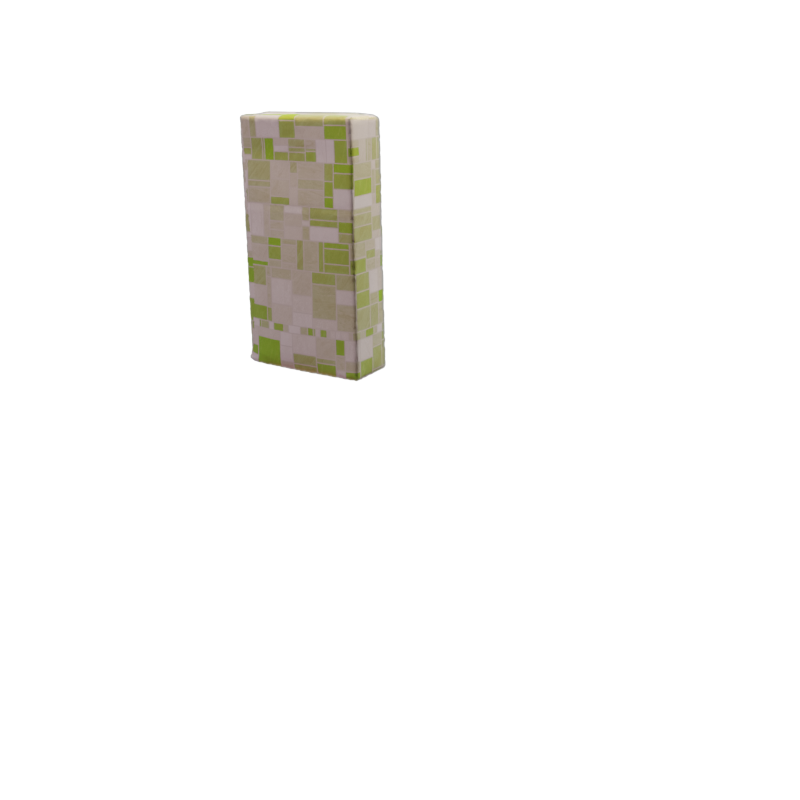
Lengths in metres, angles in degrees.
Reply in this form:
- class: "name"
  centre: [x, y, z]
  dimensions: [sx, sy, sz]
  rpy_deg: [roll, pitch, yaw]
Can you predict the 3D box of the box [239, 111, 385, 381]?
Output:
- class: "box"
  centre: [-0.059, -0.109, 0.760]
  dimensions: [0.097, 0.172, 0.047]
  rpy_deg: [8, 12, 33]
